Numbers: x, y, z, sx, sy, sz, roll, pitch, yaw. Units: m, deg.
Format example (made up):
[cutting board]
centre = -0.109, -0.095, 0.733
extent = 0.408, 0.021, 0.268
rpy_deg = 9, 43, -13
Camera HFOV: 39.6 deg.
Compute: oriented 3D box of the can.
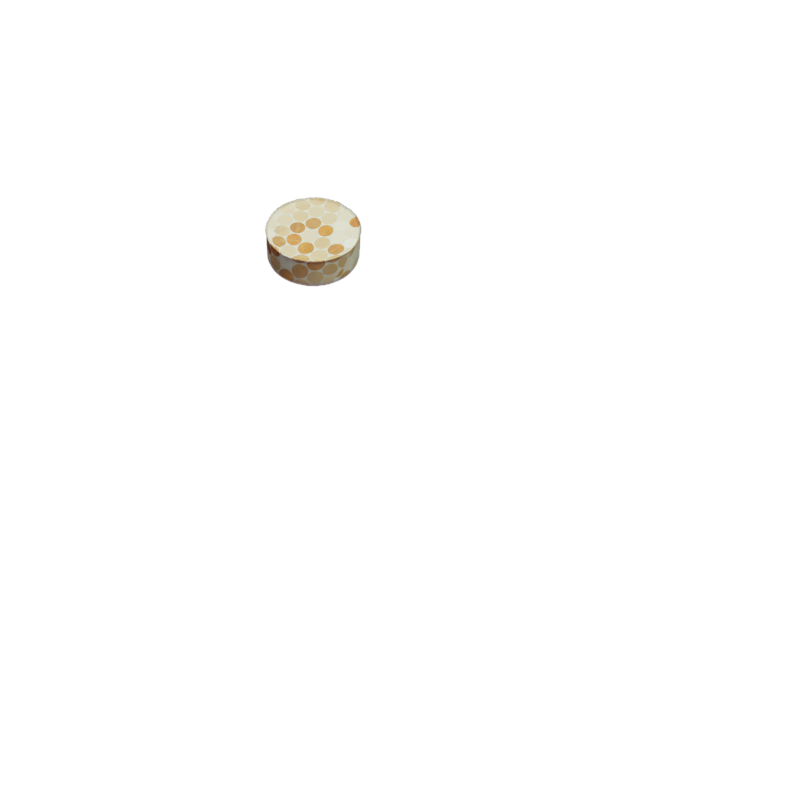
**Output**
[can]
centre = -0.078, -0.143, 0.999
extent = 0.086, 0.092, 0.031
rpy_deg = -1, -43, -1
